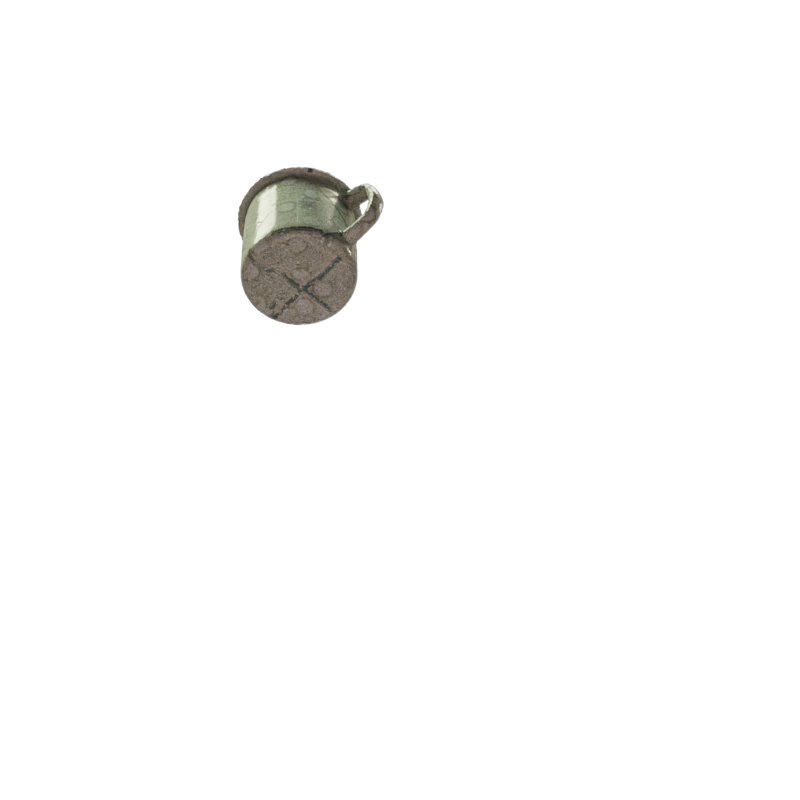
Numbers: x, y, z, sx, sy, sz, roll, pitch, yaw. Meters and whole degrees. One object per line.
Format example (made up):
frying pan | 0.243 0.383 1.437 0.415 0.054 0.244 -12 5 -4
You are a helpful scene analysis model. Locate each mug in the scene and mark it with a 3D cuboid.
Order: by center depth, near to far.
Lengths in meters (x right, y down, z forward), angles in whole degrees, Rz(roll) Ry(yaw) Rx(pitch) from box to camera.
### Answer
mug | -0.062 -0.113 0.791 0.117 0.087 0.087 -28 32 17
